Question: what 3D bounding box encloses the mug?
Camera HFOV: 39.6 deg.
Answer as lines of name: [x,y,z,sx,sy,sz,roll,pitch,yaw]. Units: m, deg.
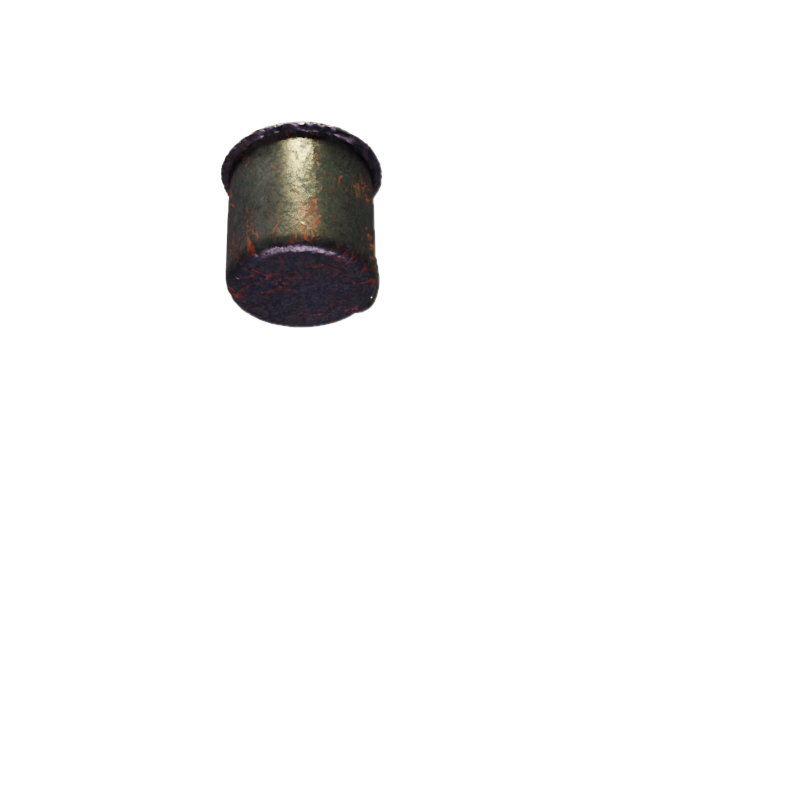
mug: [-0.049,-0.089,0.625,0.094,0.087,0.108,-20,-37,26]
